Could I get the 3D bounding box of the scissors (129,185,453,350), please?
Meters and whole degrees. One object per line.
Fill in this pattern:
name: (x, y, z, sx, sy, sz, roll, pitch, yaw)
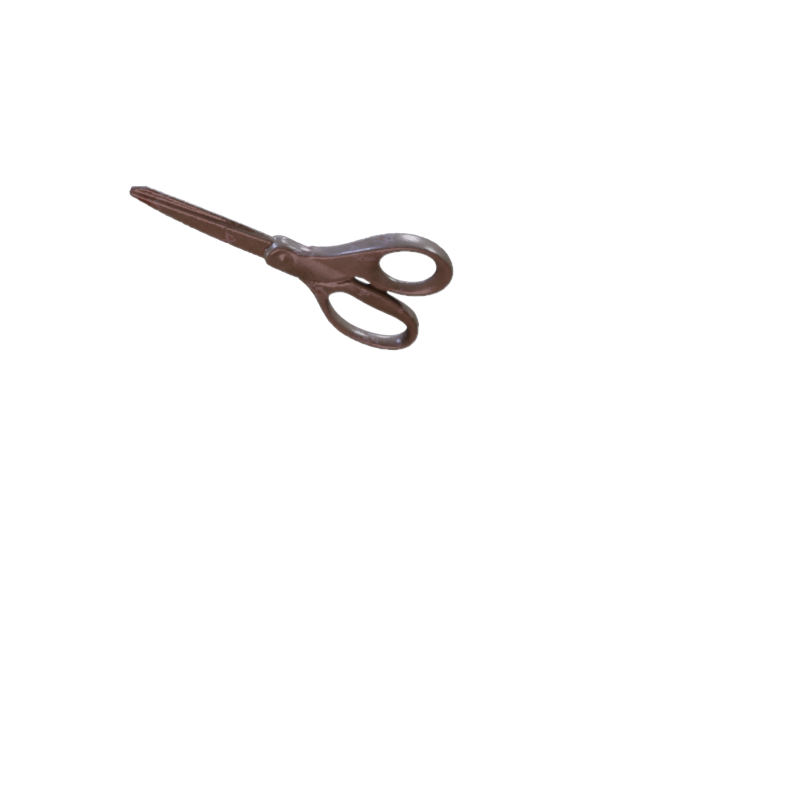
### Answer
scissors: (-0.051, -0.093, 0.652, 0.190, 0.017, 0.095, 36, -56, -29)
